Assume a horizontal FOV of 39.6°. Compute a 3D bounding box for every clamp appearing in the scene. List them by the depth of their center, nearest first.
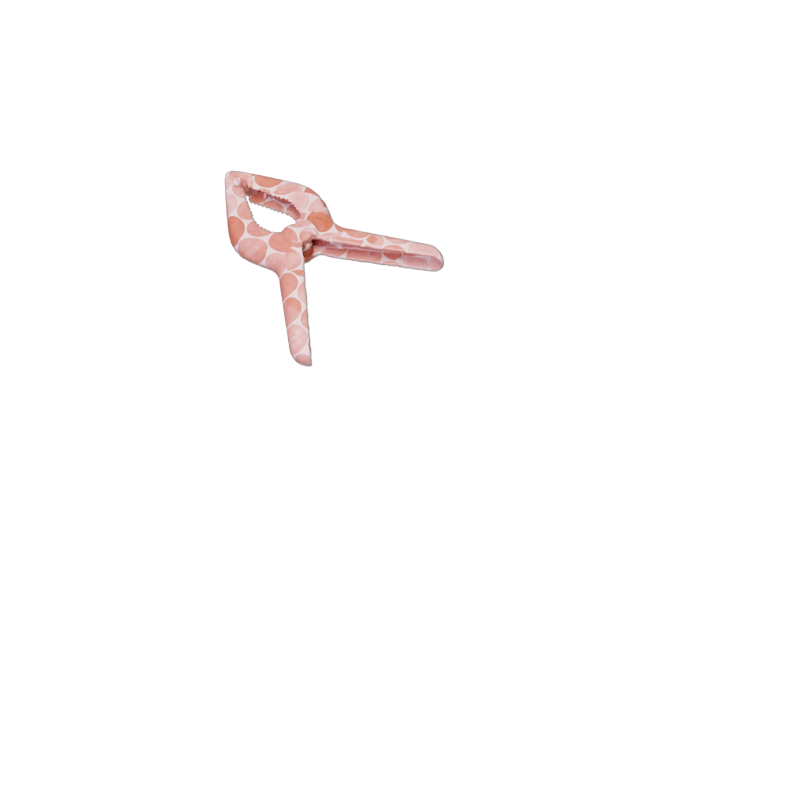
[{"bbox_3d":[-0.077,-0.140,0.980,0.164,0.225,0.034,-30,-32,-21],"label":"clamp"}]
